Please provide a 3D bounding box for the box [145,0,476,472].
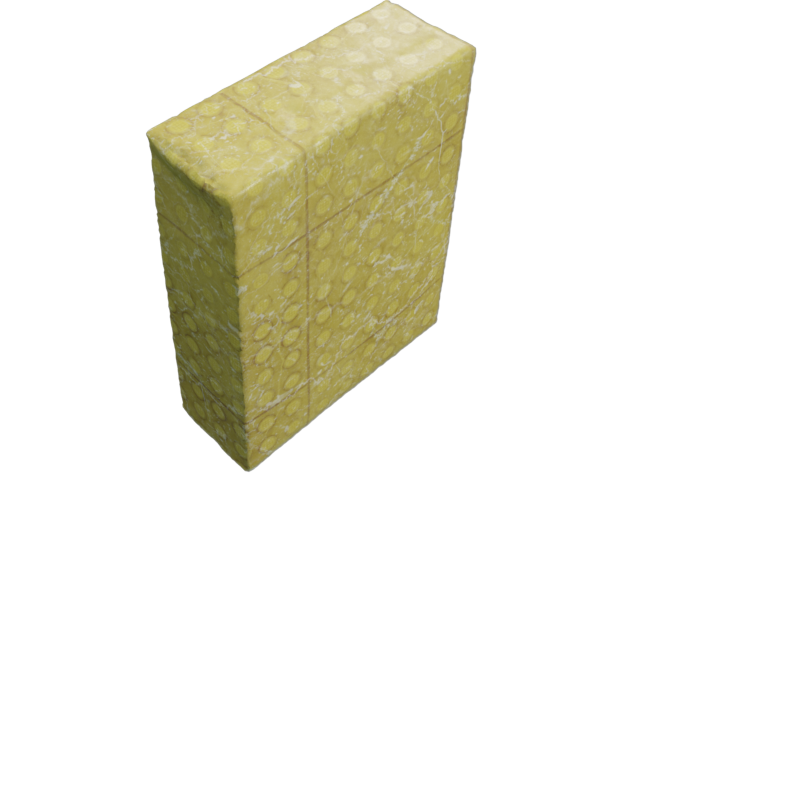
[{"bbox_3d":[-0.047,-0.086,0.601,0.076,0.199,0.166,37,57,25],"label":"box"}]
